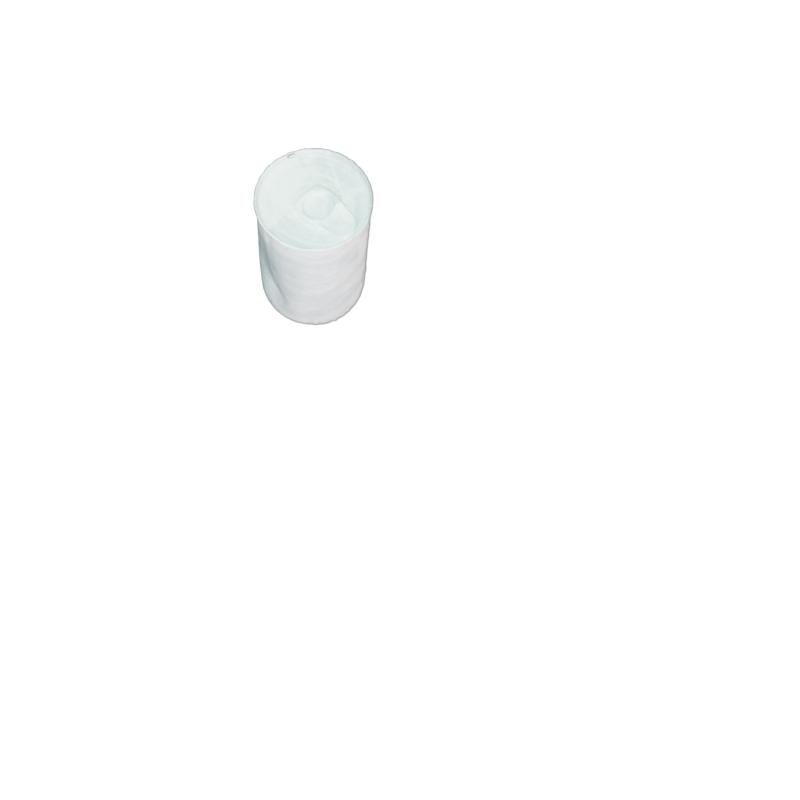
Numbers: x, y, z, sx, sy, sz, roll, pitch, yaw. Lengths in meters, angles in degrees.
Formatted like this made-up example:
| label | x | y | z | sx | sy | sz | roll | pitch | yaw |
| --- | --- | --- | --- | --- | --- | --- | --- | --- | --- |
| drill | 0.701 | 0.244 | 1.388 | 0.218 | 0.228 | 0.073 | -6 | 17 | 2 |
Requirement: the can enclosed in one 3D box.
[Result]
| label | x | y | z | sx | sy | sz | roll | pitch | yaw |
| --- | --- | --- | --- | --- | --- | --- | --- | --- | --- |
| can | -0.052 | -0.095 | 0.668 | 0.068 | 0.073 | 0.097 | 0 | -24 | -3 |
